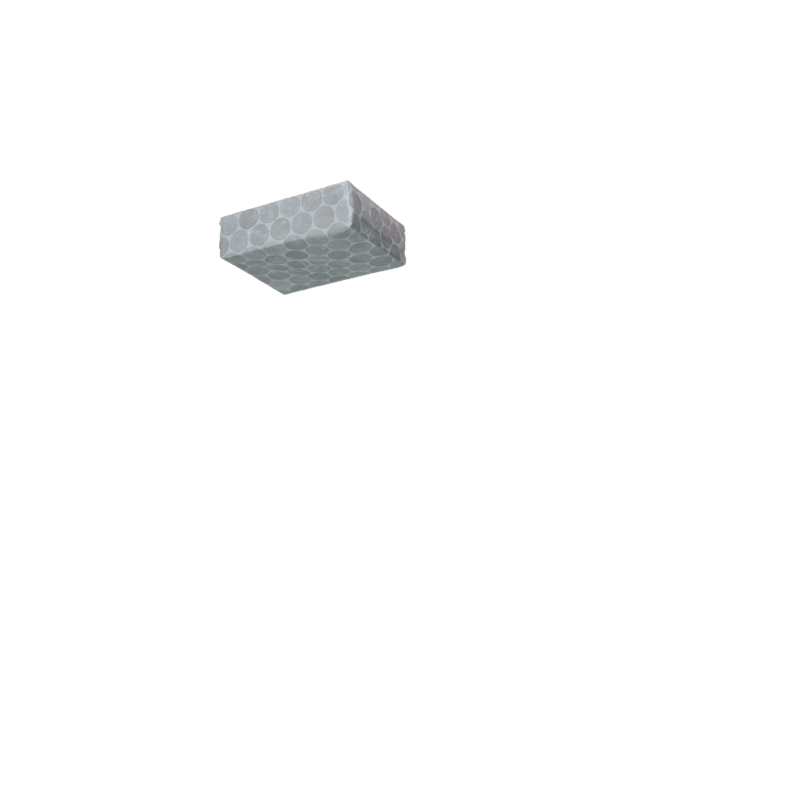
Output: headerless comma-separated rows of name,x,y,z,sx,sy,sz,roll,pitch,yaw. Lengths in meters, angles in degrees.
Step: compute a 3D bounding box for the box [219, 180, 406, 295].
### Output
box,-0.065,-0.118,0.826,0.116,0.041,0.084,-9,-19,27
